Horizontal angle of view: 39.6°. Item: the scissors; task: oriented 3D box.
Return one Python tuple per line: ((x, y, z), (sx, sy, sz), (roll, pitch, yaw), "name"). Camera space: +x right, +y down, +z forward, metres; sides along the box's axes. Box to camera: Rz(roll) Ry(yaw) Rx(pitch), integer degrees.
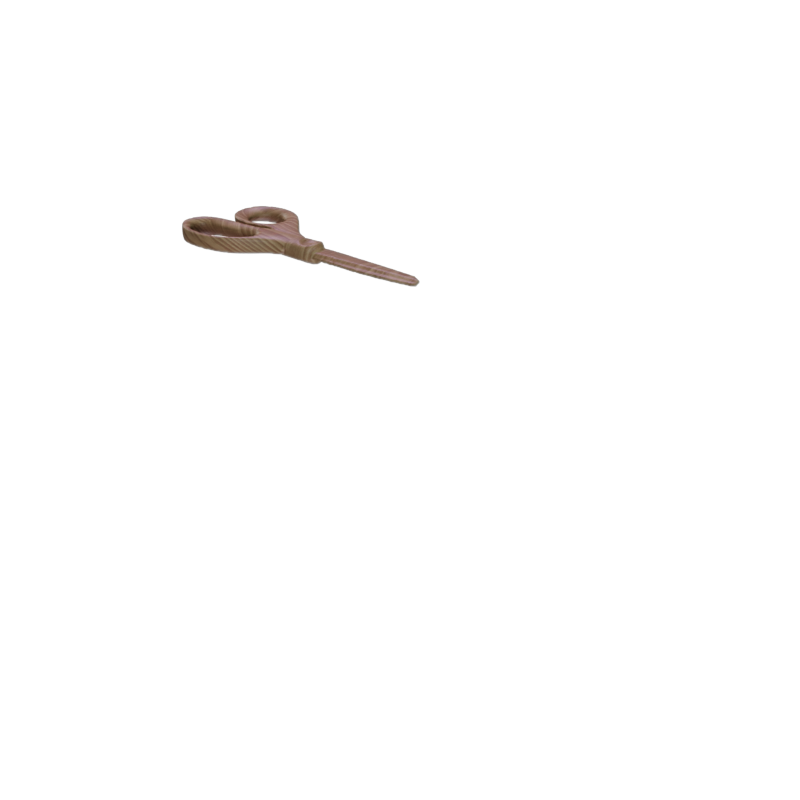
((-0.063, -0.114, 0.801), (0.210, 0.015, 0.097), (12, 28, 24), "scissors")
